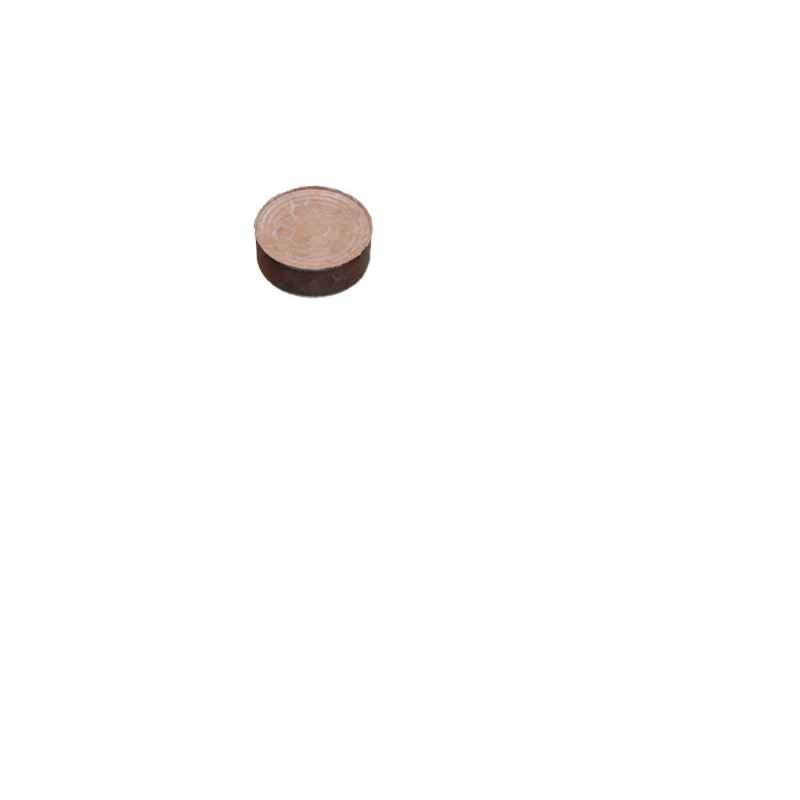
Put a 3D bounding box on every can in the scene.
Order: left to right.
[{"bbox_3d":[-0.063,-0.115,0.809,0.086,0.092,0.031,-1,-41,-1],"label":"can"}]
